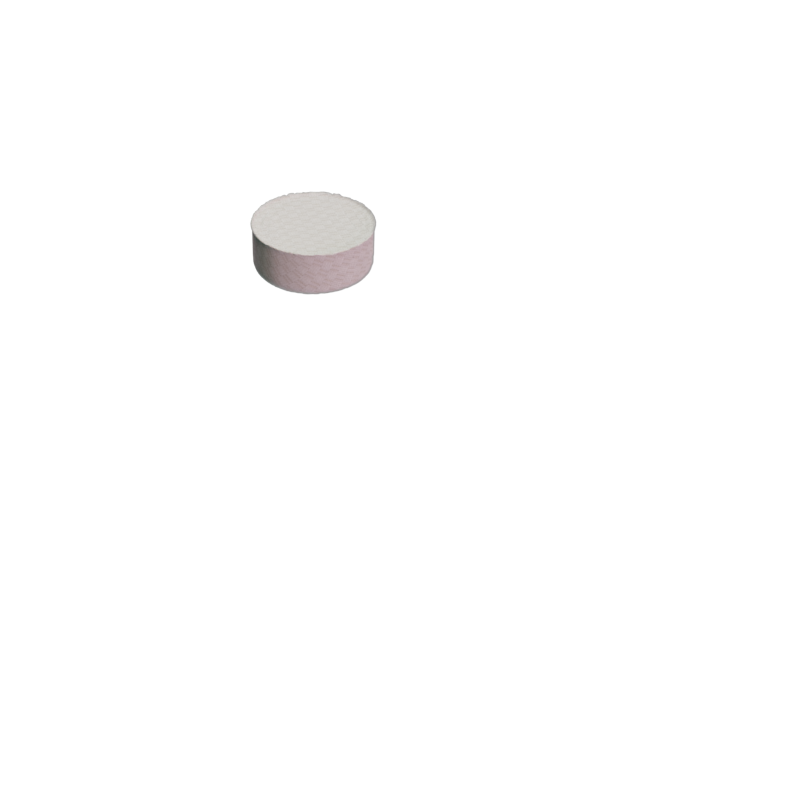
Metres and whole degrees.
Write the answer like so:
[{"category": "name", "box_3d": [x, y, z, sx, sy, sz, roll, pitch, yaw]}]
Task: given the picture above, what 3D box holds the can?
[{"category": "can", "box_3d": [-0.060, -0.109, 0.765, 0.086, 0.031, 0.092, -1, 37, -2]}]
